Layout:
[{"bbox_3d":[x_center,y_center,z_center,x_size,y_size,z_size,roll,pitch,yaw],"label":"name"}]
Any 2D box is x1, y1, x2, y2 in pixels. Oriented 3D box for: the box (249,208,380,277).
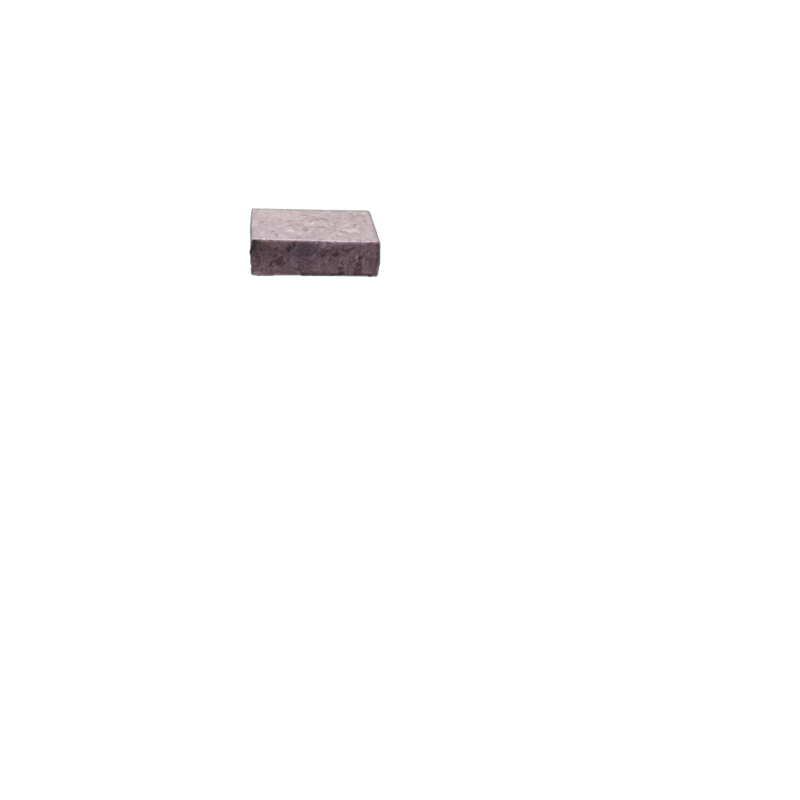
[{"bbox_3d":[-0.077,-0.141,0.984,0.113,0.037,0.095,-2,24,-4],"label":"box"}]
